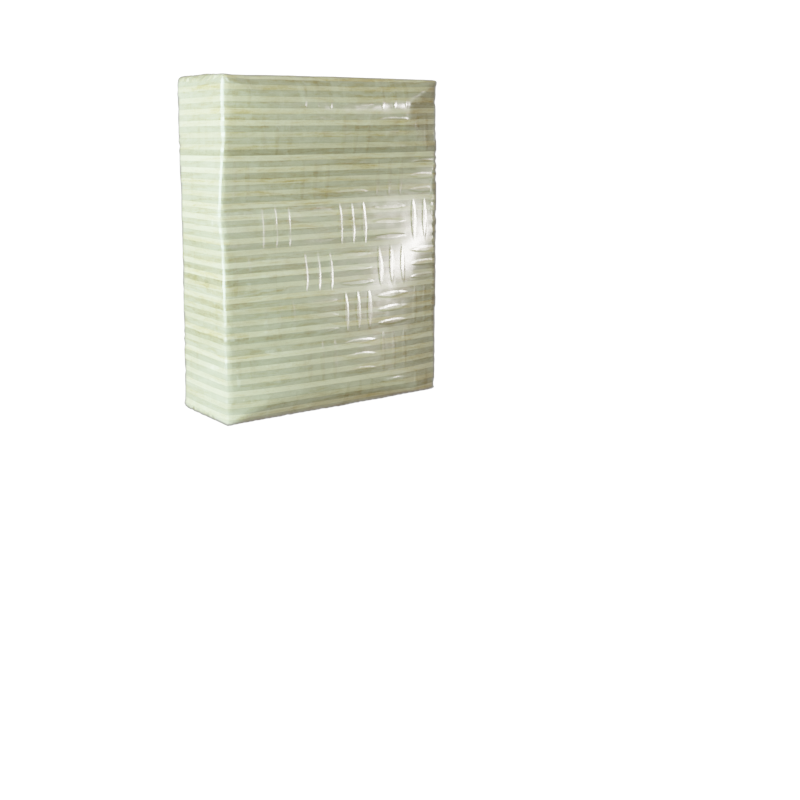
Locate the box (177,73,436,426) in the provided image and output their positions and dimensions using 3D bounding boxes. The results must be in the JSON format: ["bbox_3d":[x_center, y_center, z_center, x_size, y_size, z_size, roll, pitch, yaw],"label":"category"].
[{"bbox_3d":[-0.057,-0.103,0.724,0.159,0.210,0.075,-6,9,-34],"label":"box"}]
